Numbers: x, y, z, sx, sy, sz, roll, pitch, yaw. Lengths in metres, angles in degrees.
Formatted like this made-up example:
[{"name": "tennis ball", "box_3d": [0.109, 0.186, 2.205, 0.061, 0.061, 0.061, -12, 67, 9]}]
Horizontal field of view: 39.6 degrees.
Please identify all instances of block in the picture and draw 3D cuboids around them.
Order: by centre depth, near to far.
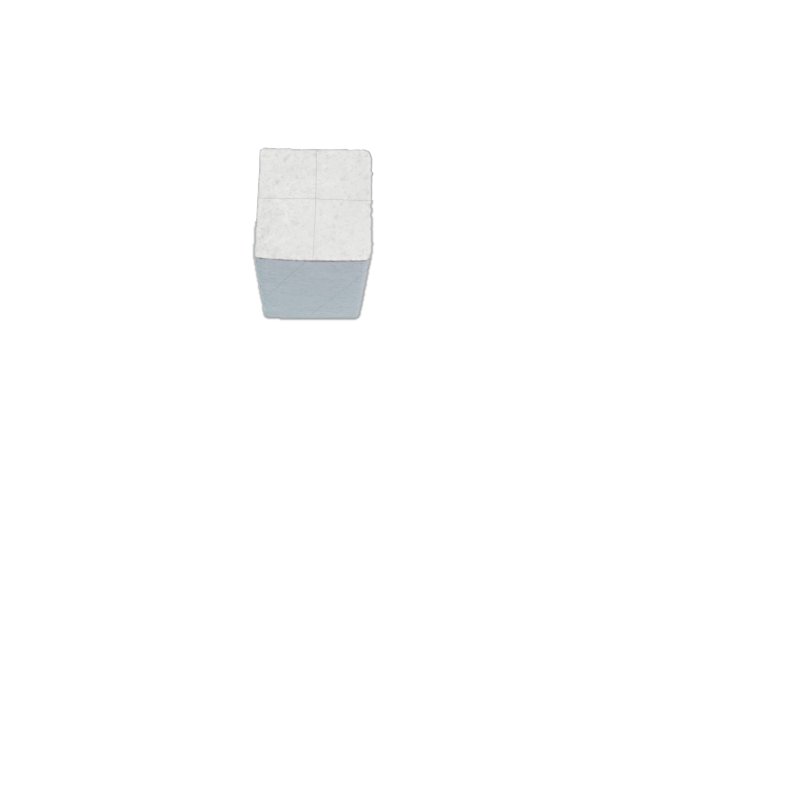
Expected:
[{"name": "block", "box_3d": [-0.073, -0.134, 0.939, 0.090, 0.094, 0.200, 1, -11, -3]}]
